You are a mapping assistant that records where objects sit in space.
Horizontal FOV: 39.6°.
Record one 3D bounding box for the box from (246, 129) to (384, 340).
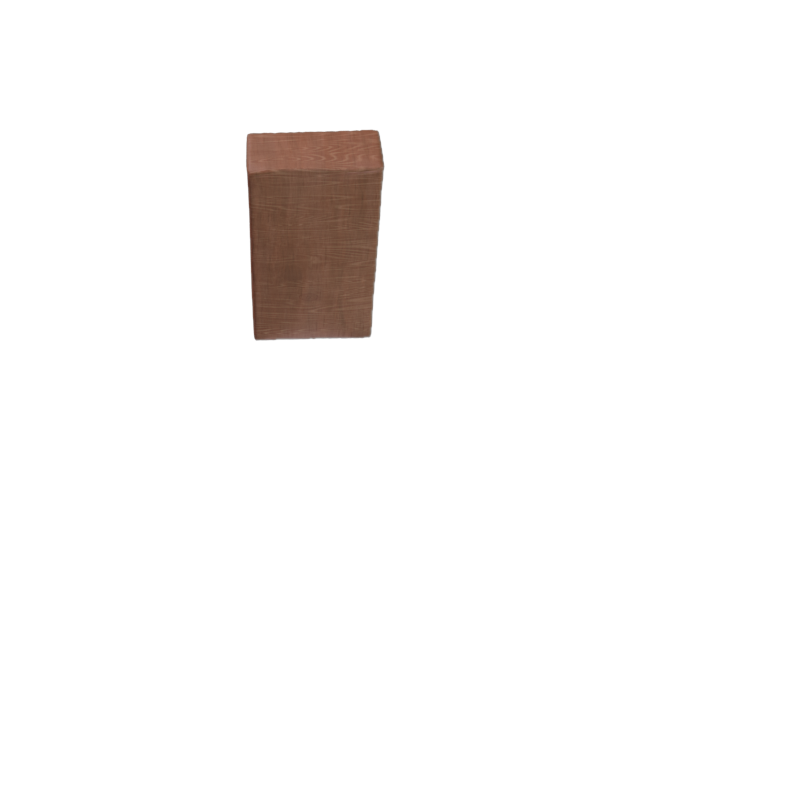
[{"bbox_3d":[-0.063,-0.114,0.799,0.093,0.052,0.164,-1,-37,-4],"label":"box"}]
